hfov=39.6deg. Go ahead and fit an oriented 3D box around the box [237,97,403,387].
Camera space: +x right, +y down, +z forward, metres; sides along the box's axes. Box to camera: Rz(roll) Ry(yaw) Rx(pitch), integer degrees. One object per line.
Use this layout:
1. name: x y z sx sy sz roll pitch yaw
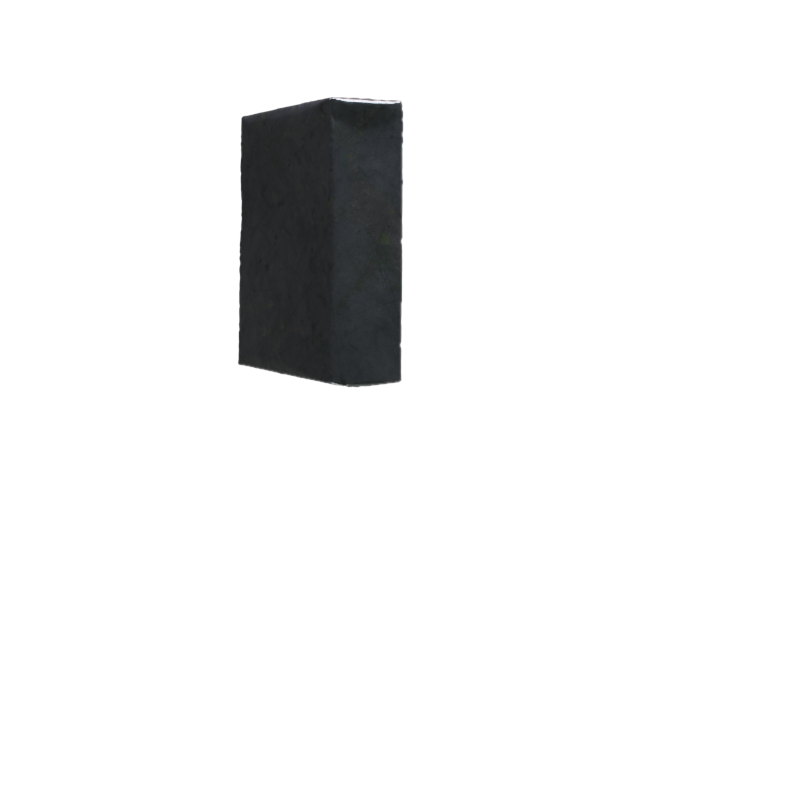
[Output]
1. box: -0.069 -0.126 0.882 0.069 0.213 0.171 -1 3 -31
